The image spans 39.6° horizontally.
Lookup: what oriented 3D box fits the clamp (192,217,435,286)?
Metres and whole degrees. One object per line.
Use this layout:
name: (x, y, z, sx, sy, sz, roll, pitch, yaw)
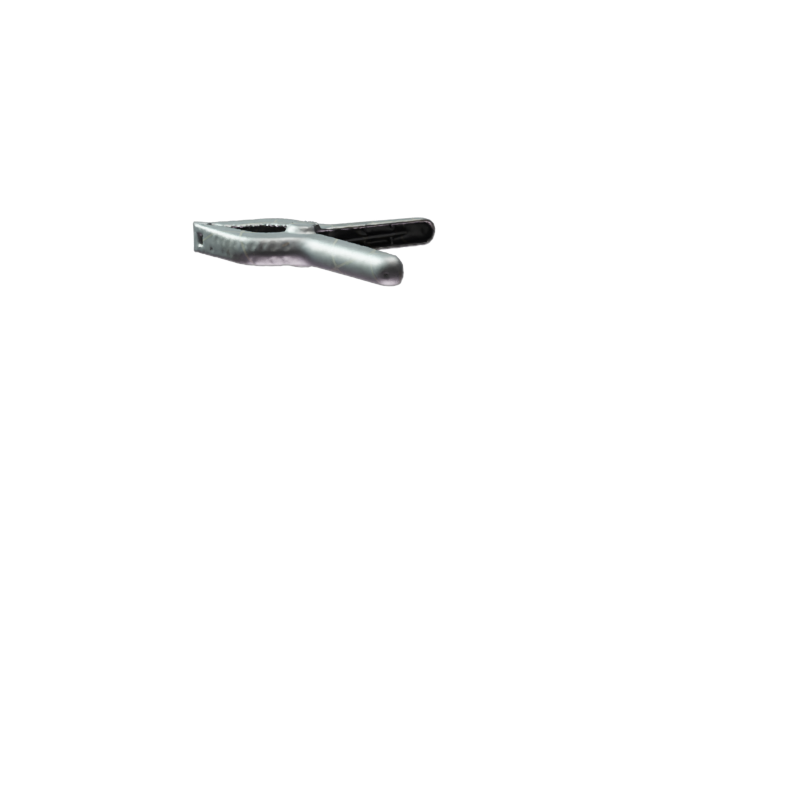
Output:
clamp: (-0.075, -0.137, 0.959, 0.216, 0.035, 0.166, 7, 21, 19)
